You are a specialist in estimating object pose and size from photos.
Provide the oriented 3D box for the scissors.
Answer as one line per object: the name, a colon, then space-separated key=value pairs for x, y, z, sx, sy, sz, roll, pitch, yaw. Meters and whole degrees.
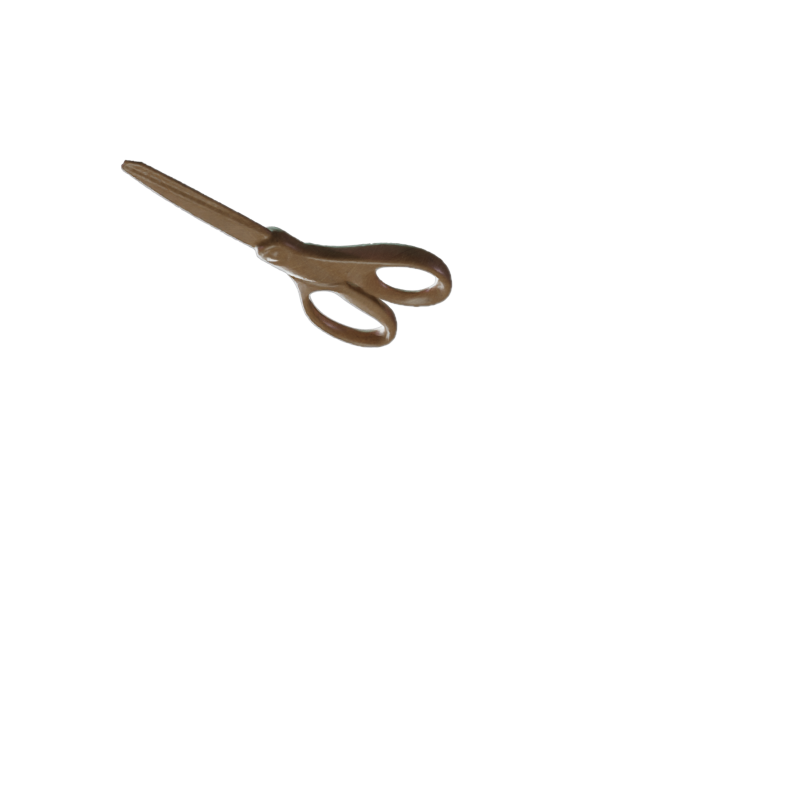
scissors: x=-0.046 y=-0.083 z=0.583 sx=0.097 sy=0.017 sz=0.187 roll=-18 pitch=-36 yaw=25
